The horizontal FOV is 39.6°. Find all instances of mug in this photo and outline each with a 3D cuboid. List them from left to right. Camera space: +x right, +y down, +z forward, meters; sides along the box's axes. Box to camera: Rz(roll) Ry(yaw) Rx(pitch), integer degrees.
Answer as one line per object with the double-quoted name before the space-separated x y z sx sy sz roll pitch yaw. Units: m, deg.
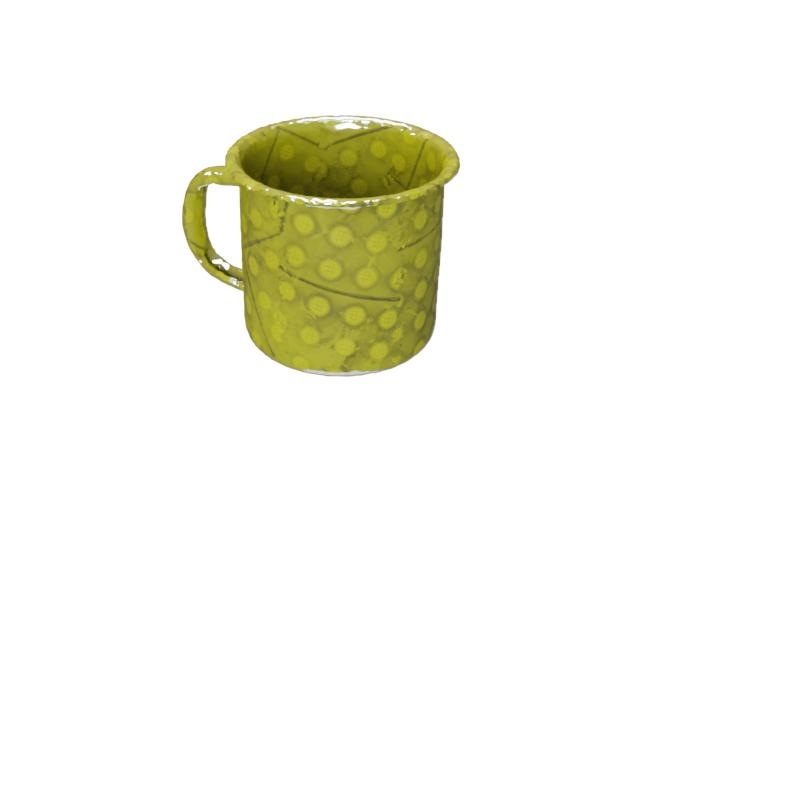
"mug" -0.036 -0.066 0.460 0.120 0.077 0.097 9 32 13
